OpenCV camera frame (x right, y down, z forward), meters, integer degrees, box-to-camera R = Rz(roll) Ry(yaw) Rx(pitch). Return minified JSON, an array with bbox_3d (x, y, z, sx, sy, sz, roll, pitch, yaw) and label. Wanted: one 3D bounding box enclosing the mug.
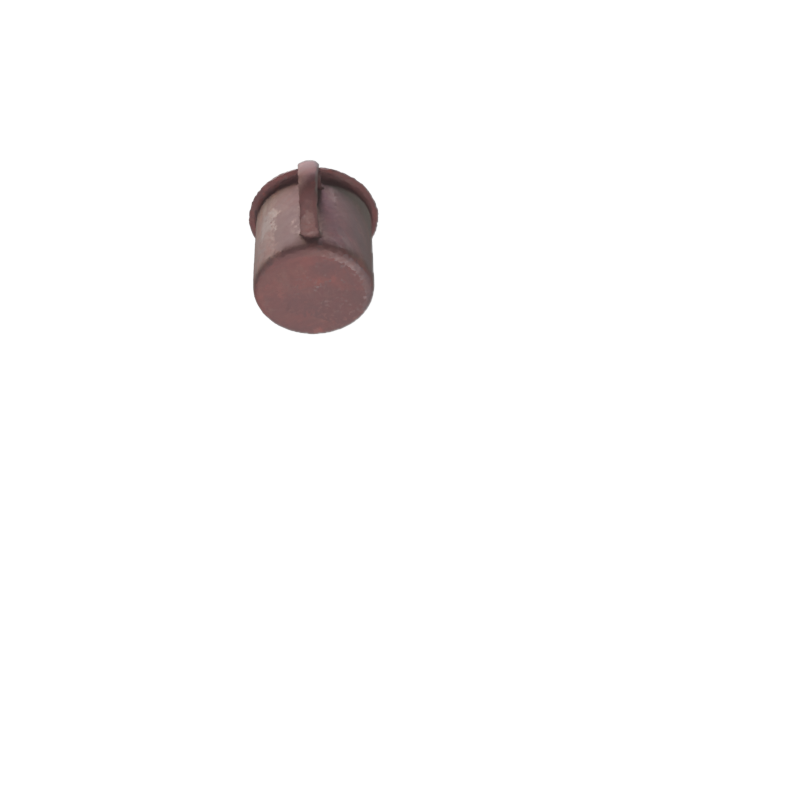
[{"bbox_3d":[-0.059,-0.108,0.759,0.093,0.109,0.087,0,44,-2],"label":"mug"}]
